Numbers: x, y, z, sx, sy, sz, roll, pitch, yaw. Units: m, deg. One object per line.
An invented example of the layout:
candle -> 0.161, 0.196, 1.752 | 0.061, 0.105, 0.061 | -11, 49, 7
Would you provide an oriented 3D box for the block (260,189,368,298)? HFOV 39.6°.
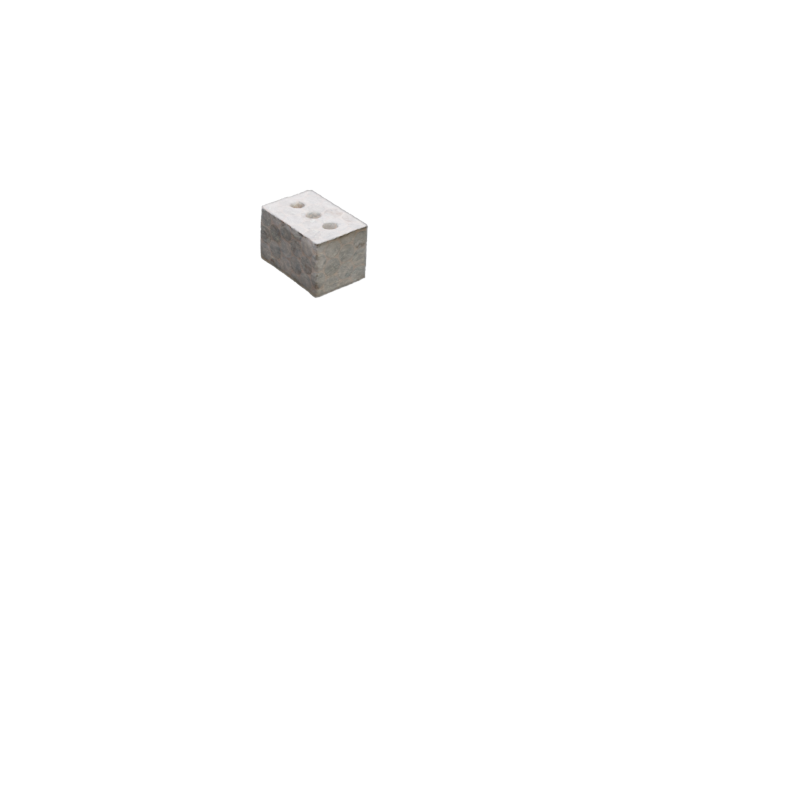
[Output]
block -> -0.070, -0.127, 0.891 | 0.052, 0.048, 0.084 | -23, 42, -32
